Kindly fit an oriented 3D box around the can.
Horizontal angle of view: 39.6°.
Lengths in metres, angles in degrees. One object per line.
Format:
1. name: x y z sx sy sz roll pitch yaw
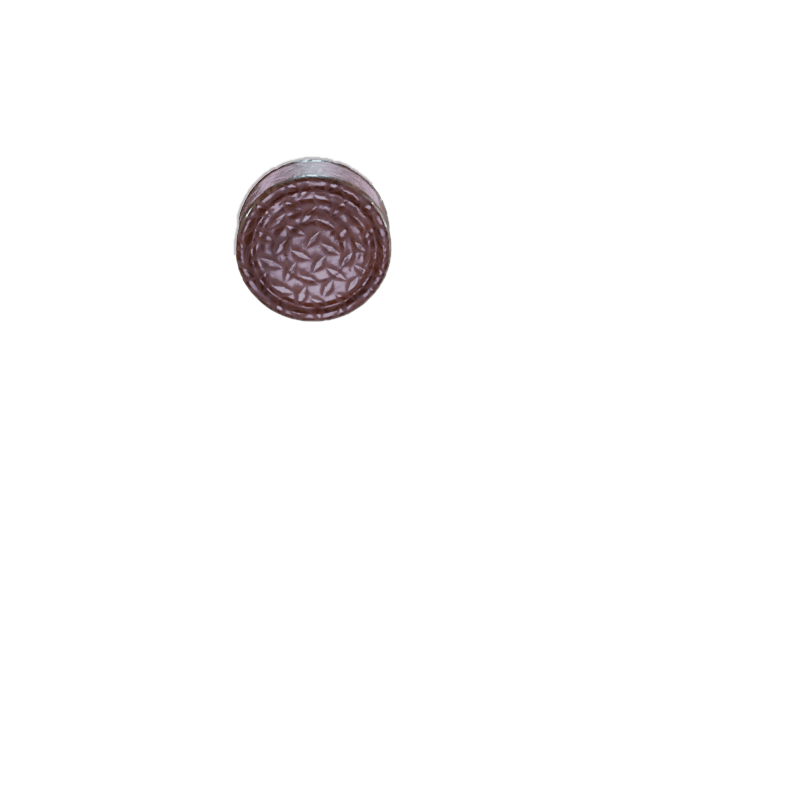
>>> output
1. can: -0.048 -0.087 0.608 0.086 0.082 0.035 1 22 -1
